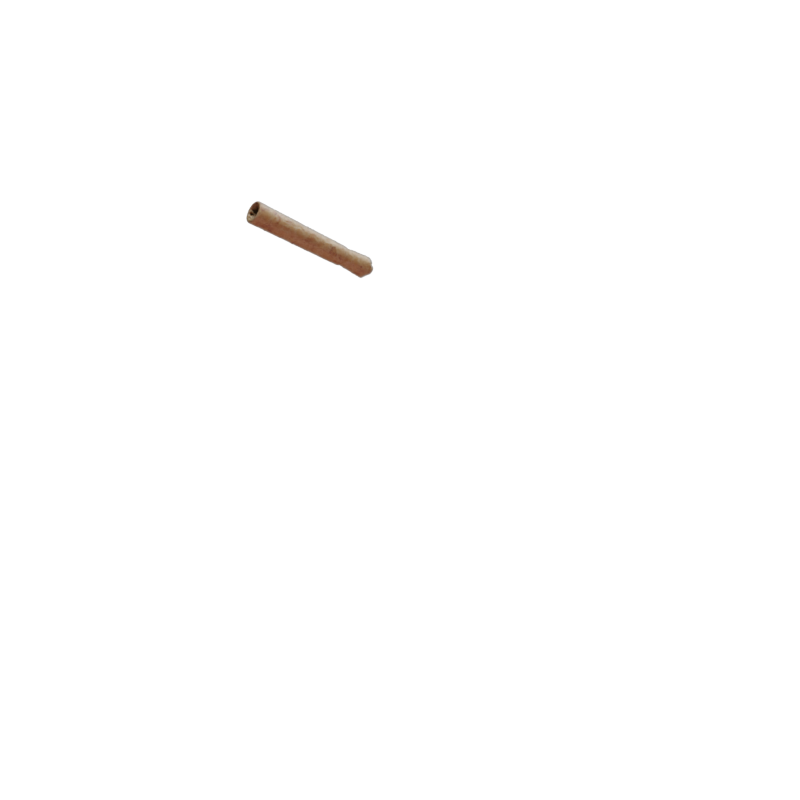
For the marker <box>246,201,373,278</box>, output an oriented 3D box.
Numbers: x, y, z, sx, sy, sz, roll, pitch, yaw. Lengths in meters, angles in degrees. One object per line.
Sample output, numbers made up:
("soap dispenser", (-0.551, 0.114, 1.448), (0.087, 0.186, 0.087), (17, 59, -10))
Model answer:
("marker", (-0.070, -0.128, 0.895), (0.114, 0.020, 0.020), (23, -10, -31))
